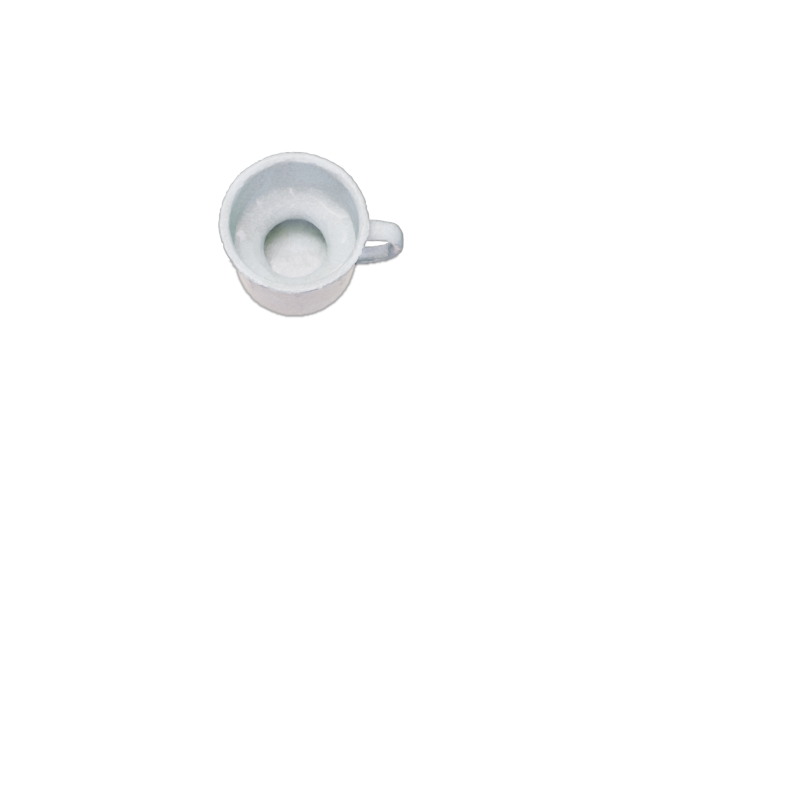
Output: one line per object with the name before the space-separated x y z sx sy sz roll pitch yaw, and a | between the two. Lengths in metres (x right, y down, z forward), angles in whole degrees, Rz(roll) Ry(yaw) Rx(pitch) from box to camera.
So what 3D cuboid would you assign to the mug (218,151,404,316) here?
mug | -0.056 -0.103 0.720 0.117 0.097 0.078 -2 -16 -2
